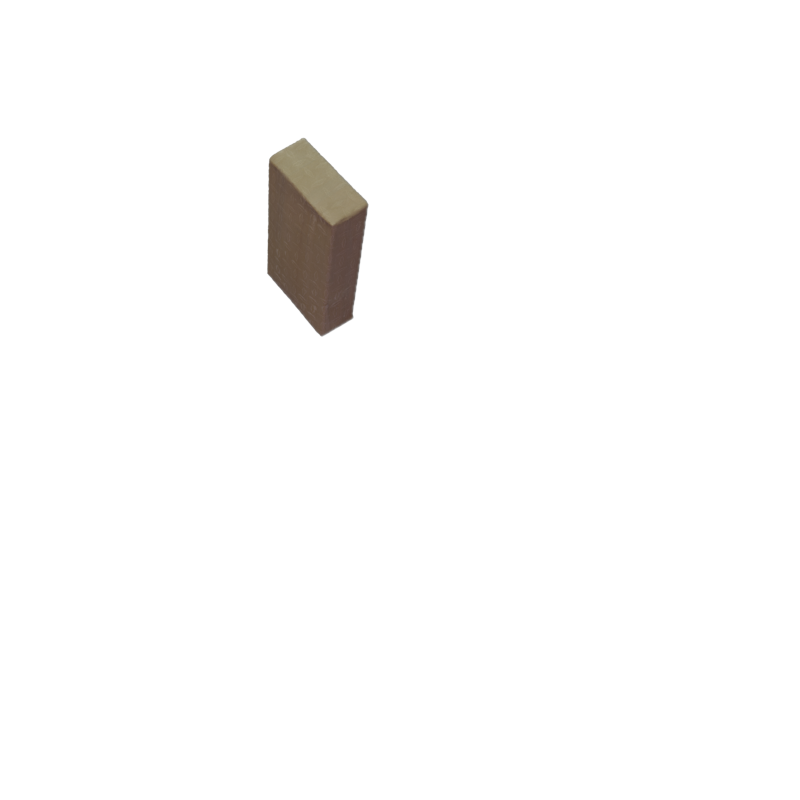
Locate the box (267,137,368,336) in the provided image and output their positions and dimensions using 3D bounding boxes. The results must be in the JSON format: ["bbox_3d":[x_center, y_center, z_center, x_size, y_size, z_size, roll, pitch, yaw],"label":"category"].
[{"bbox_3d":[-0.078,-0.141,0.990,0.048,0.099,0.165,-32,-23,-20],"label":"box"}]
